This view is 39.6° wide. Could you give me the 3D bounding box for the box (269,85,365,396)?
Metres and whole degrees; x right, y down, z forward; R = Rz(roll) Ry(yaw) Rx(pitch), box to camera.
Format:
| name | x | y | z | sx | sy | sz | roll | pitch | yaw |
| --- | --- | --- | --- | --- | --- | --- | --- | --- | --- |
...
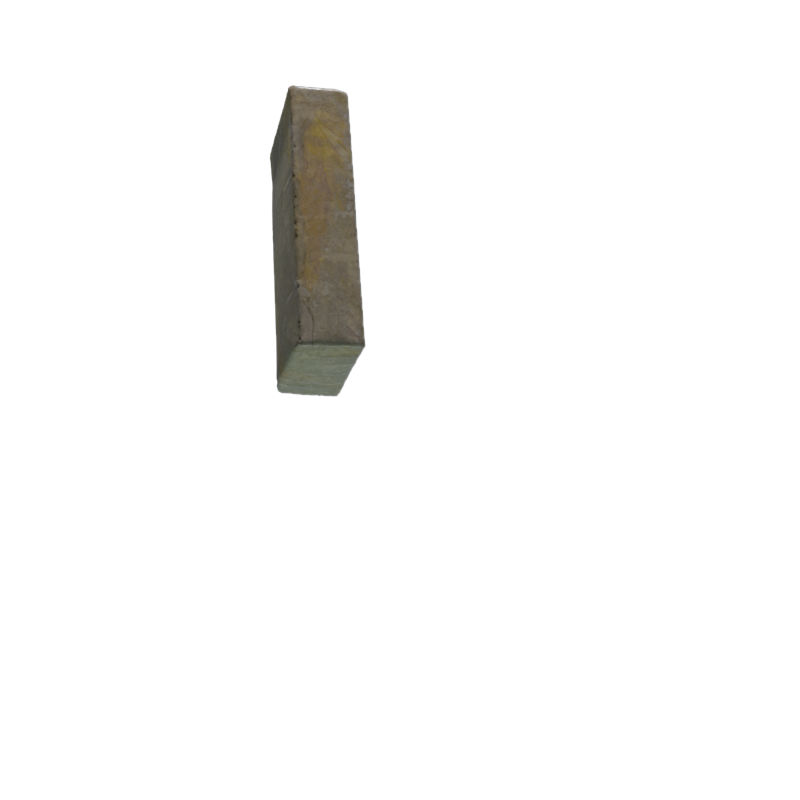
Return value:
| name | x | y | z | sx | sy | sz | roll | pitch | yaw |
| --- | --- | --- | --- | --- | --- | --- | --- | --- | --- |
| box | -0.054 | -0.100 | 0.700 | 0.047 | 0.186 | 0.090 | 4 | -24 | -13 |
